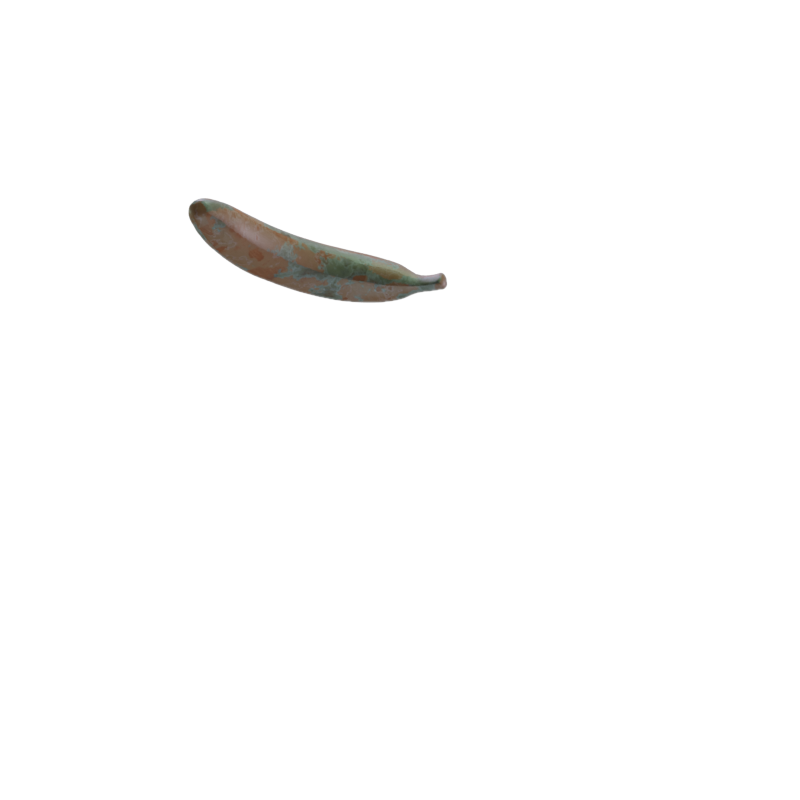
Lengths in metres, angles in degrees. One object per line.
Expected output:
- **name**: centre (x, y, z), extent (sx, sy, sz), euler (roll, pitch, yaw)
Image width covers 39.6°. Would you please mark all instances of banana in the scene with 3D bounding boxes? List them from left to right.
- **banana**: centre (-0.067, -0.103, 0.785), extent (0.190, 0.039, 0.068), euler (12, -28, -25)
